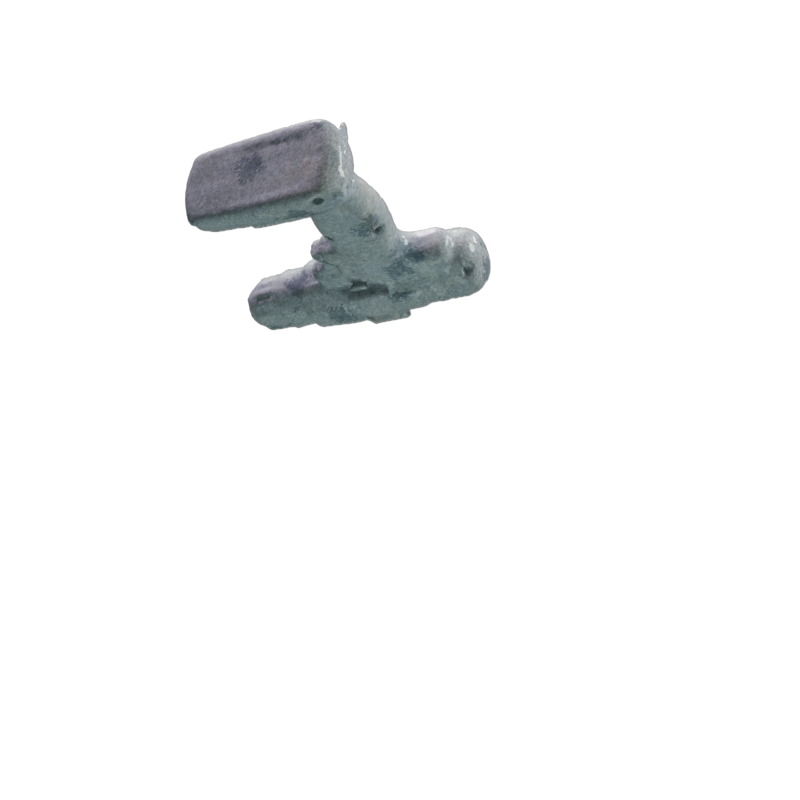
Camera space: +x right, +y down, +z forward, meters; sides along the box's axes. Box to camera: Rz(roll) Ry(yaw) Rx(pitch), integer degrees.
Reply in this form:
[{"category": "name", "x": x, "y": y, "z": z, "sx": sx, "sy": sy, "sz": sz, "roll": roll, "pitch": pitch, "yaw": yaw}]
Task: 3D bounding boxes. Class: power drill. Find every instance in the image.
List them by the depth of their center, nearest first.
[{"category": "power drill", "x": -0.057, "y": -0.103, "z": 0.725, "sx": 0.187, "sy": 0.061, "sz": 0.175, "roll": -11, "pitch": -24, "yaw": 26}]
